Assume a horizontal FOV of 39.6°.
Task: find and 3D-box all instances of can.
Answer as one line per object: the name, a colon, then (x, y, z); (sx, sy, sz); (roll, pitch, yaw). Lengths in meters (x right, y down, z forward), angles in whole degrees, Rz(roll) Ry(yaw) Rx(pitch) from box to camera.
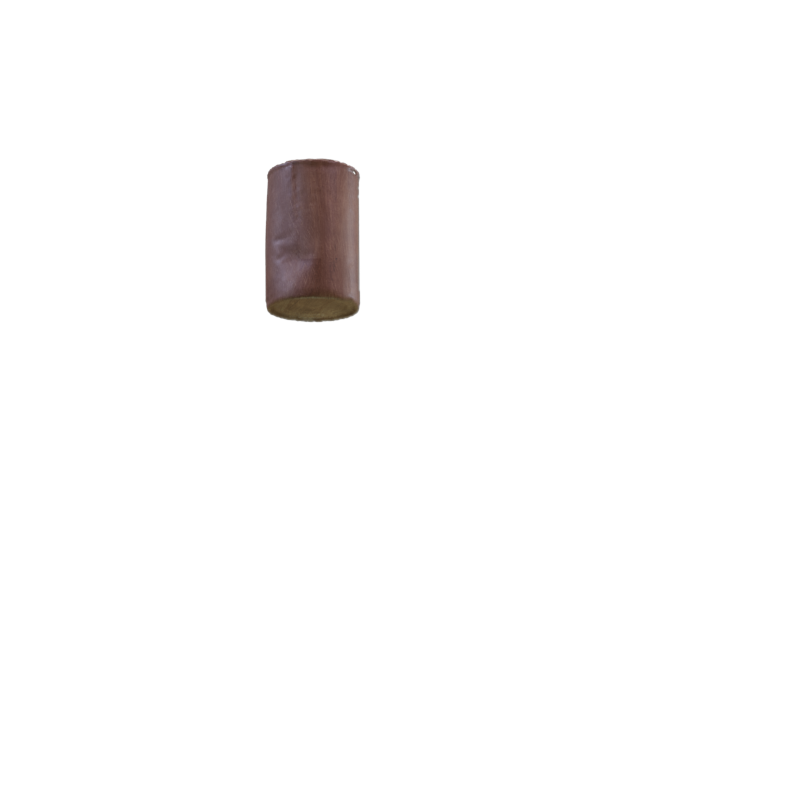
can: (-0.062, -0.113, 0.792); (0.068, 0.107, 0.066); (0, -16, -2)
